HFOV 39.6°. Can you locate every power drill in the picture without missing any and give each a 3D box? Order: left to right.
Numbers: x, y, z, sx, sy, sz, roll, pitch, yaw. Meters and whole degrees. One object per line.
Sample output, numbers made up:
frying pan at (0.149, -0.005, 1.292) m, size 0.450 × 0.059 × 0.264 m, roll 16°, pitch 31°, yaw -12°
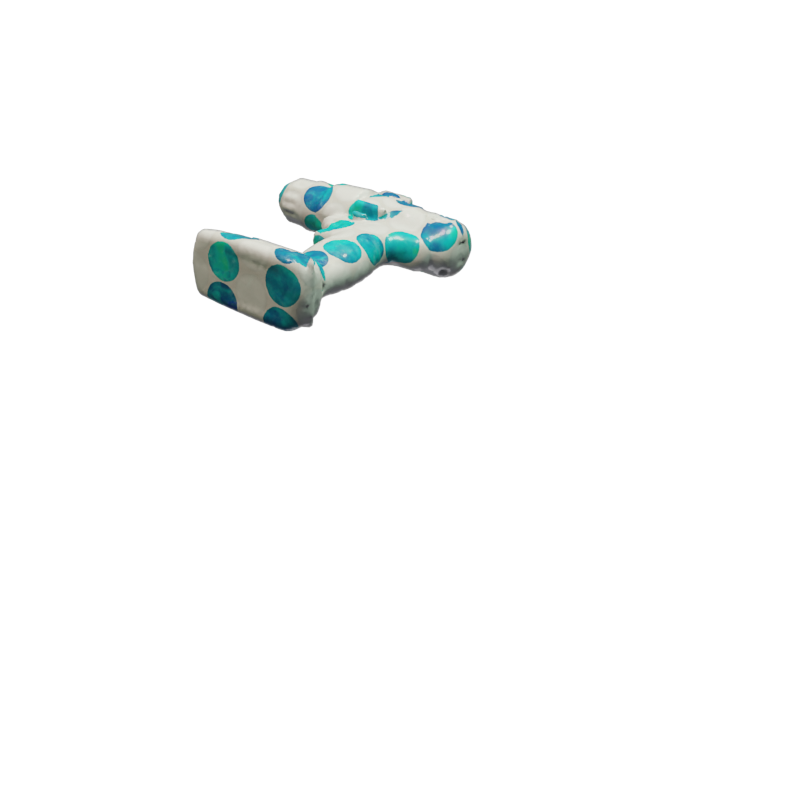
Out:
power drill at (-0.066, -0.121, 0.848) m, size 0.195 × 0.054 × 0.187 m, roll 20°, pitch 33°, yaw 34°
